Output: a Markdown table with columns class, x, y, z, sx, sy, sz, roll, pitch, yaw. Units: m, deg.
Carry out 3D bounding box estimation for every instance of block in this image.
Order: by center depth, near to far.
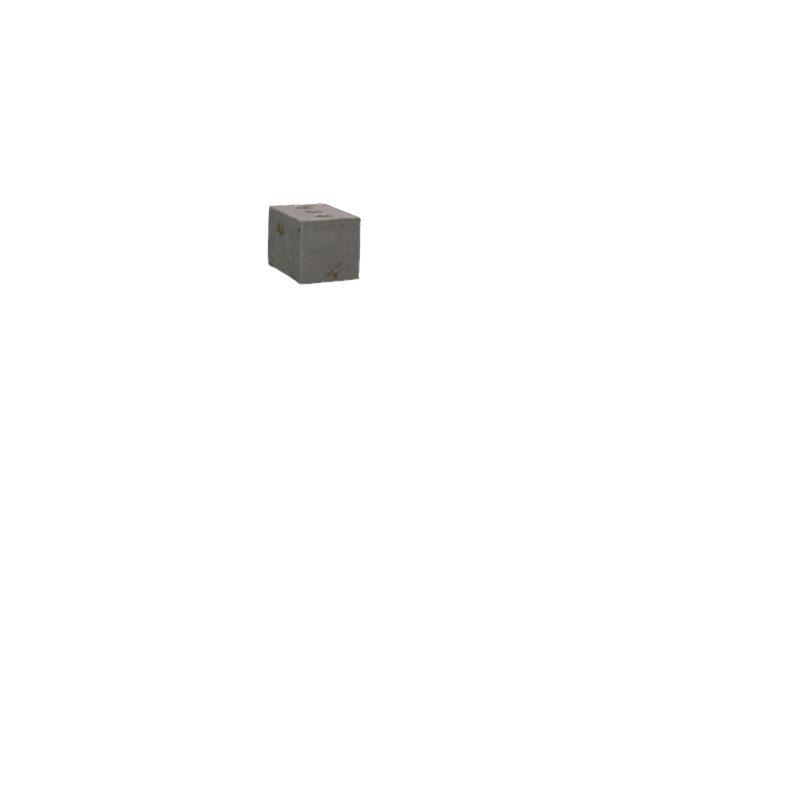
| class | x | y | z | sx | sy | sz | roll | pitch | yaw |
| --- | --- | --- | --- | --- | --- | --- | --- | --- | --- |
| block | -0.070 | -0.128 | 0.896 | 0.051 | 0.050 | 0.082 | -6 | 18 | -24 |
